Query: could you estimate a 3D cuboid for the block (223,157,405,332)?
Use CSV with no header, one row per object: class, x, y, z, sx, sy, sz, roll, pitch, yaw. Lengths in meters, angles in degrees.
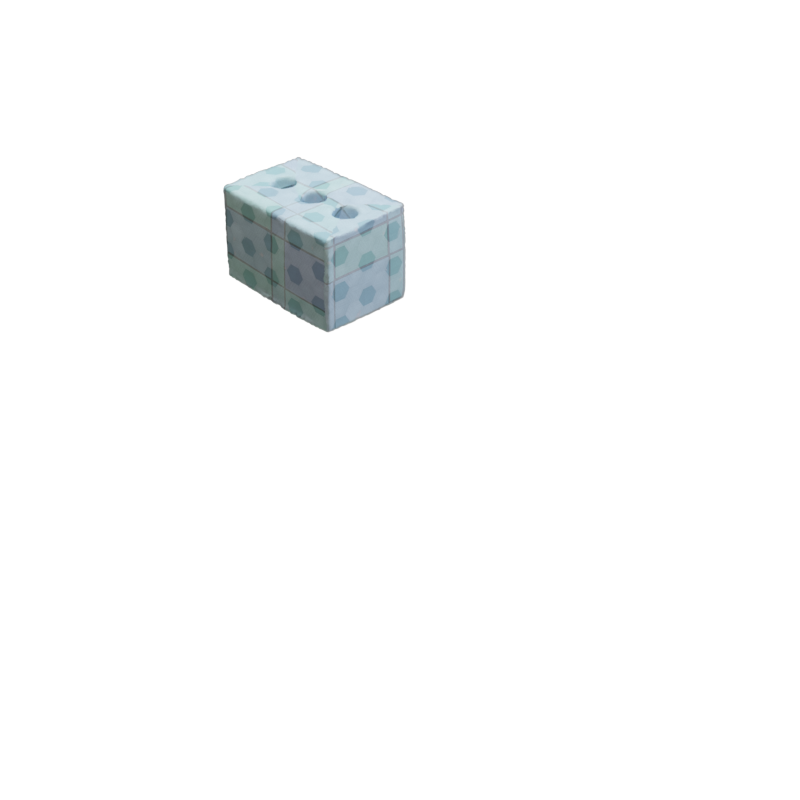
block,-0.042,-0.077,0.542,0.052,0.048,0.083,-27,42,-37
